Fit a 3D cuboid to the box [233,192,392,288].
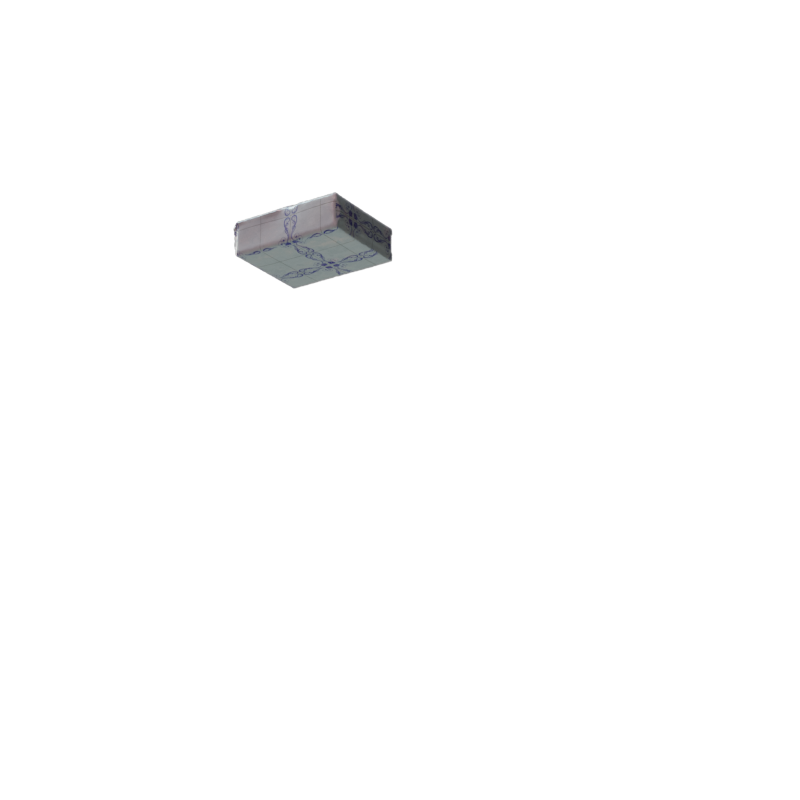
[{"bbox_3d":[-0.062,-0.112,0.785,0.091,0.032,0.068,-11,-21,31],"label":"box"}]
